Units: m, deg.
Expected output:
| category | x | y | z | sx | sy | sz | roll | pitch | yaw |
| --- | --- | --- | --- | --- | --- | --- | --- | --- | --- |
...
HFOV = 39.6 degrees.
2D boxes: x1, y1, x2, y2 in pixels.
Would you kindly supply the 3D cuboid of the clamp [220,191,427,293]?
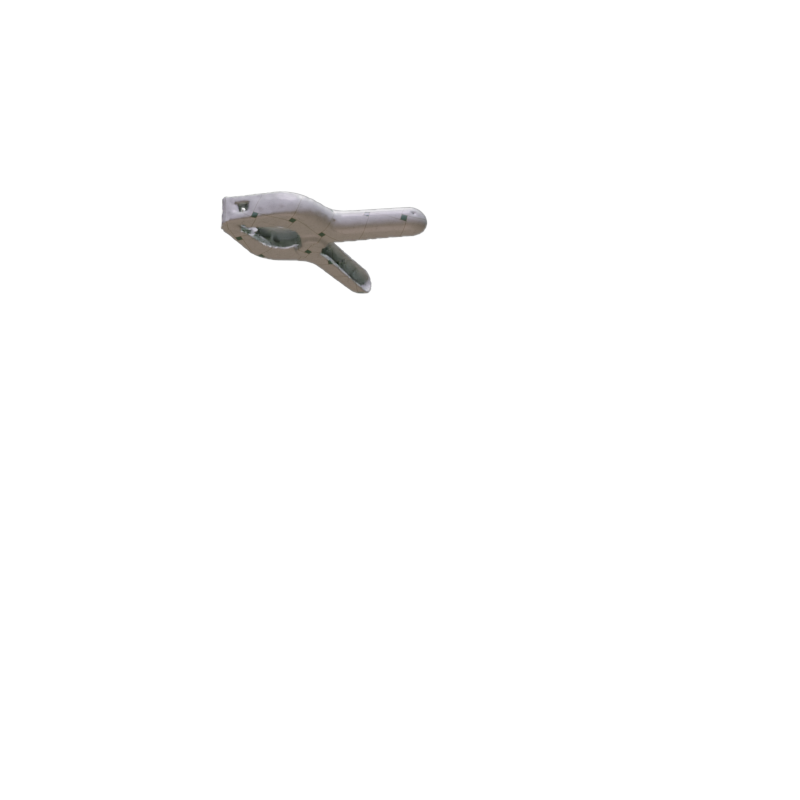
| category | x | y | z | sx | sy | sz | roll | pitch | yaw |
| --- | --- | --- | --- | --- | --- | --- | --- | --- | --- |
| clamp | -0.075 | -0.137 | 0.958 | 0.168 | 0.042 | 0.114 | 9 | -38 | -13 |
